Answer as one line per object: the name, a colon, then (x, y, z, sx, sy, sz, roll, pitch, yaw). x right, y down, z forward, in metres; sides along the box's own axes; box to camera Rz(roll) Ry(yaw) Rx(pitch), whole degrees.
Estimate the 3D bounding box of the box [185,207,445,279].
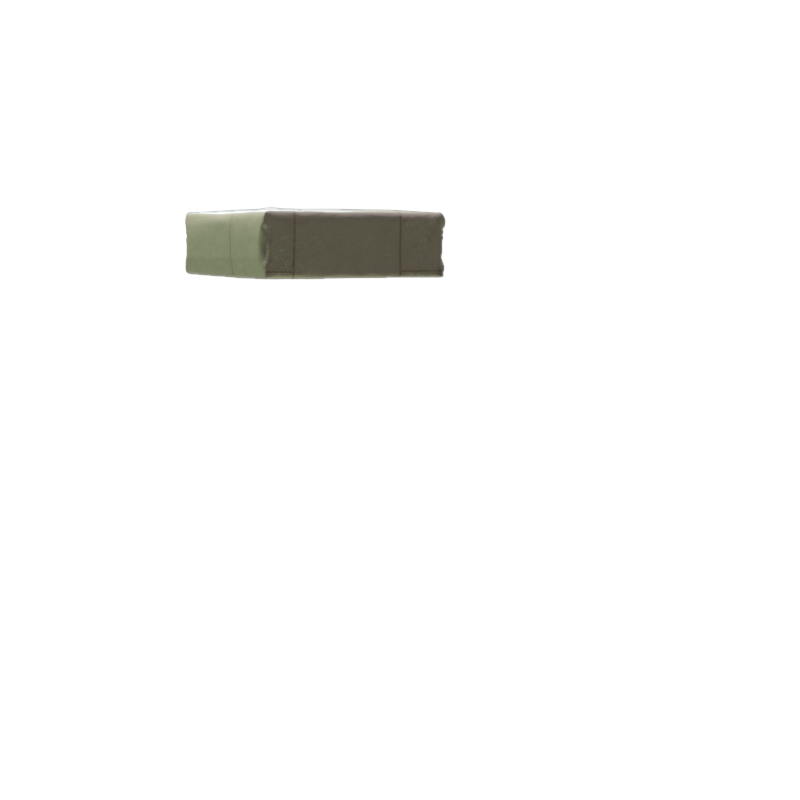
box: (-0.037, -0.068, 0.474, 0.086, 0.030, 0.076, -5, 10, -33)
